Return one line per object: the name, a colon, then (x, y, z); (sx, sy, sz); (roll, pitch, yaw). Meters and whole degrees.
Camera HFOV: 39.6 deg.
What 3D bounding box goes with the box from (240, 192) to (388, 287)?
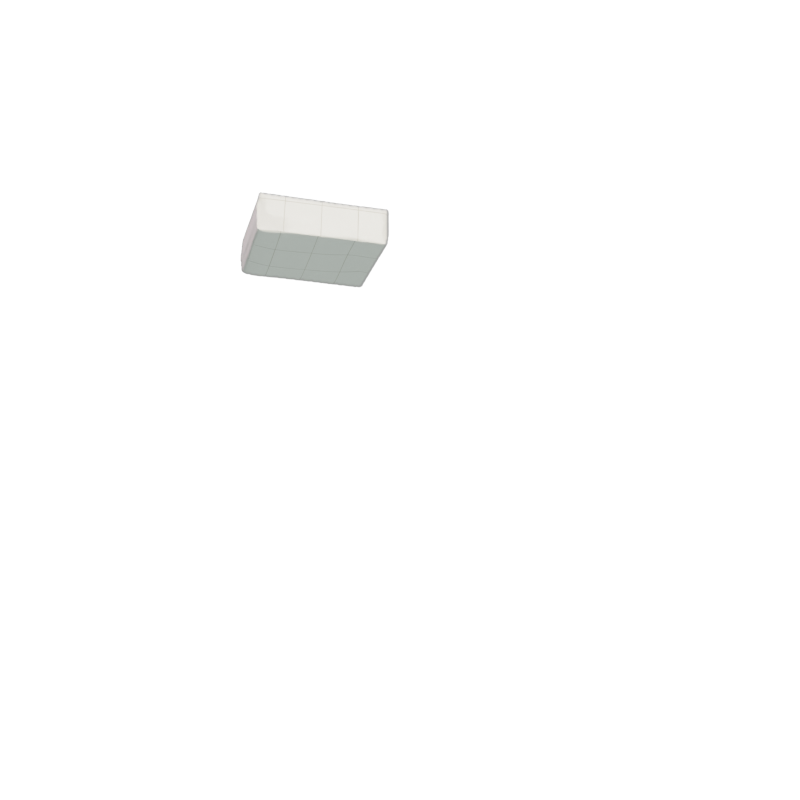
box: (-0.074, -0.135, 0.947); (0.111, 0.041, 0.087); (5, -22, -13)
